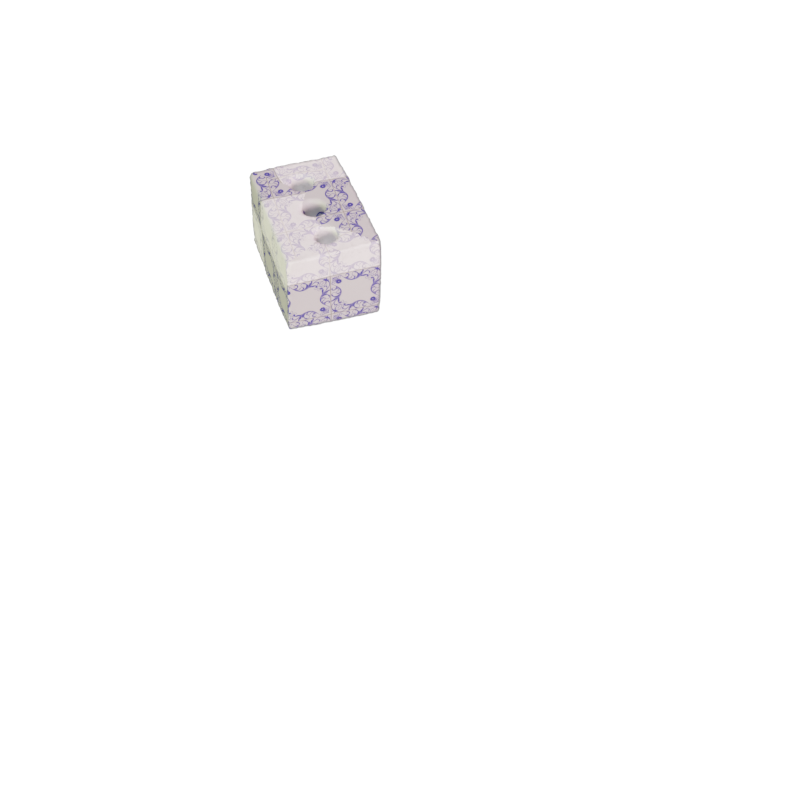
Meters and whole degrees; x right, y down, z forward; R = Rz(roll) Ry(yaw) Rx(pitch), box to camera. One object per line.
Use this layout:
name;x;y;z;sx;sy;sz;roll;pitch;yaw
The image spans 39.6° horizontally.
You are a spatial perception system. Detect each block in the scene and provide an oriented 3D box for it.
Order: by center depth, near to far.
block;-0.048;-0.087;0.607;0.052;0.084;0.048;-14;-41;-14
